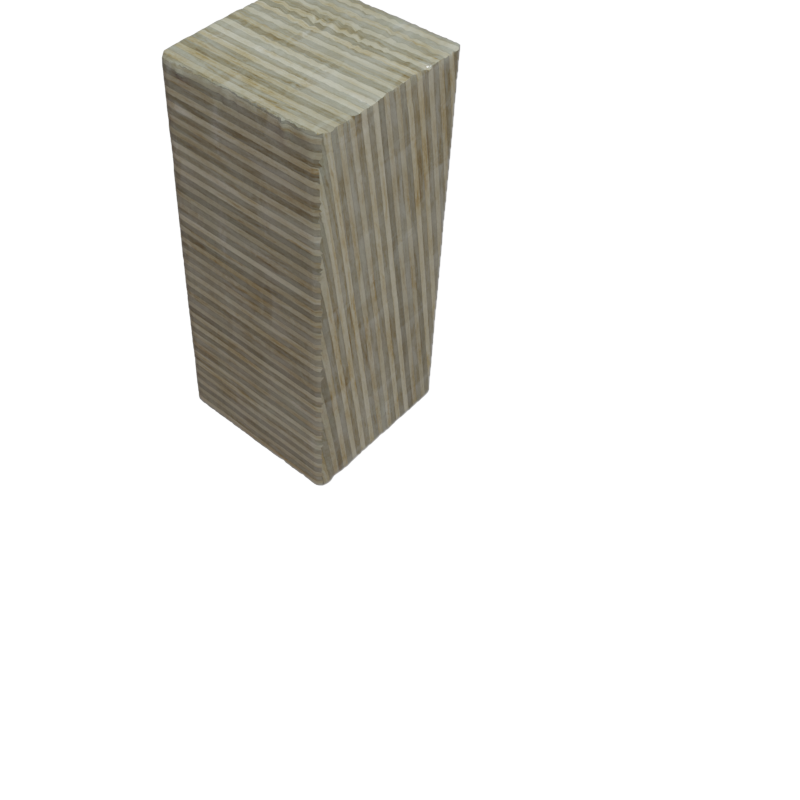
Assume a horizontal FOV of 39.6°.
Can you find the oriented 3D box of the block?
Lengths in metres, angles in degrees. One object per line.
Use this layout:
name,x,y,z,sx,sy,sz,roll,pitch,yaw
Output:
block,-0.041,-0.073,0.512,0.096,0.192,0.091,32,51,26
